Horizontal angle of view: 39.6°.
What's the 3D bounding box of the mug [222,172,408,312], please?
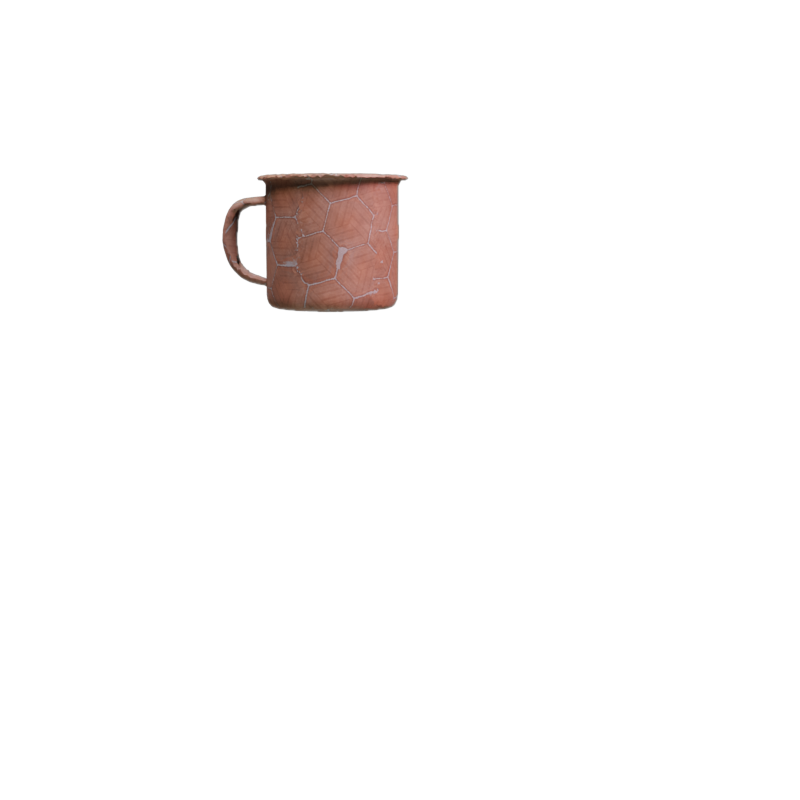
[{"bbox_3d":[-0.054,-0.098,0.688,0.119,0.081,0.093,1,6,9],"label":"mug"}]
